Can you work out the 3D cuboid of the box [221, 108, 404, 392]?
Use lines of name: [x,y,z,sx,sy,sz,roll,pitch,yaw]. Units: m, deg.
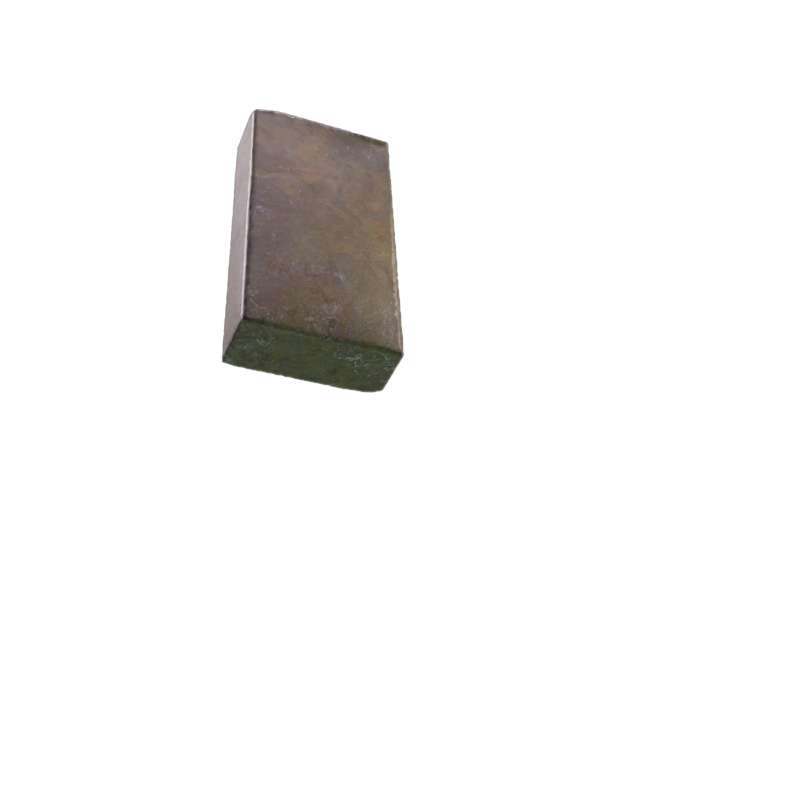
box: [-0.051,-0.092,0.646,0.091,0.189,0.046,11,-41,-17]
